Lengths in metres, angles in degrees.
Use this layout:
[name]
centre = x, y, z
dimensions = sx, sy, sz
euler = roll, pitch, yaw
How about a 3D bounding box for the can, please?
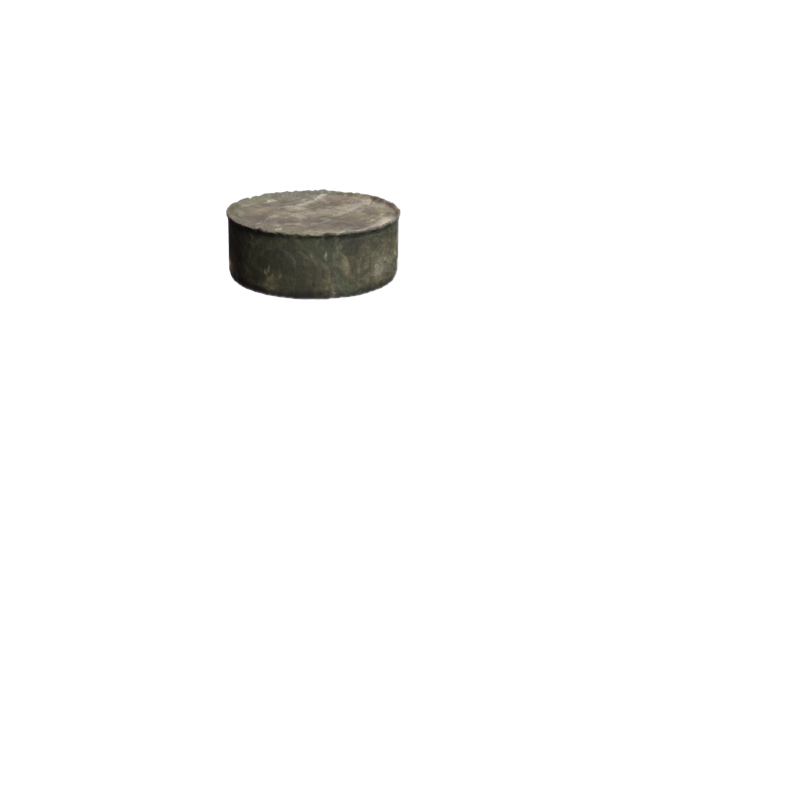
[can]
centre = -0.043, -0.079, 0.551
dimensions = 0.086, 0.032, 0.090
euler = -1, 23, -2
